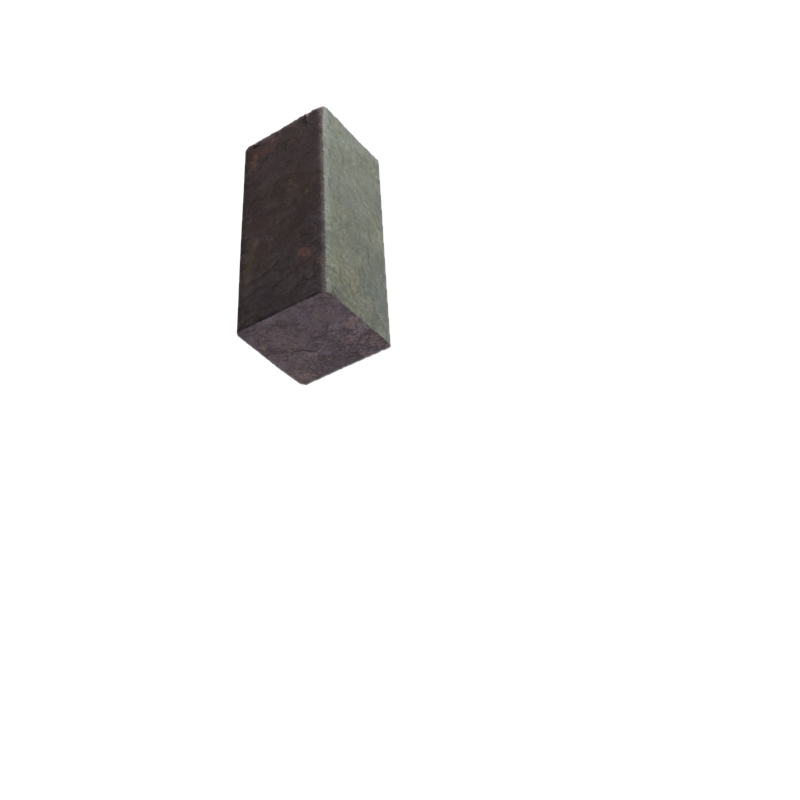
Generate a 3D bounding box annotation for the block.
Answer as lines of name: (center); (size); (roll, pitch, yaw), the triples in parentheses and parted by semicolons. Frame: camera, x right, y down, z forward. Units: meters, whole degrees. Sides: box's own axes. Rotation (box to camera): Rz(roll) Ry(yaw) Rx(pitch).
block: (-0.073, -0.132, 0.924); (0.091, 0.221, 0.084); (-25, -43, 26)
